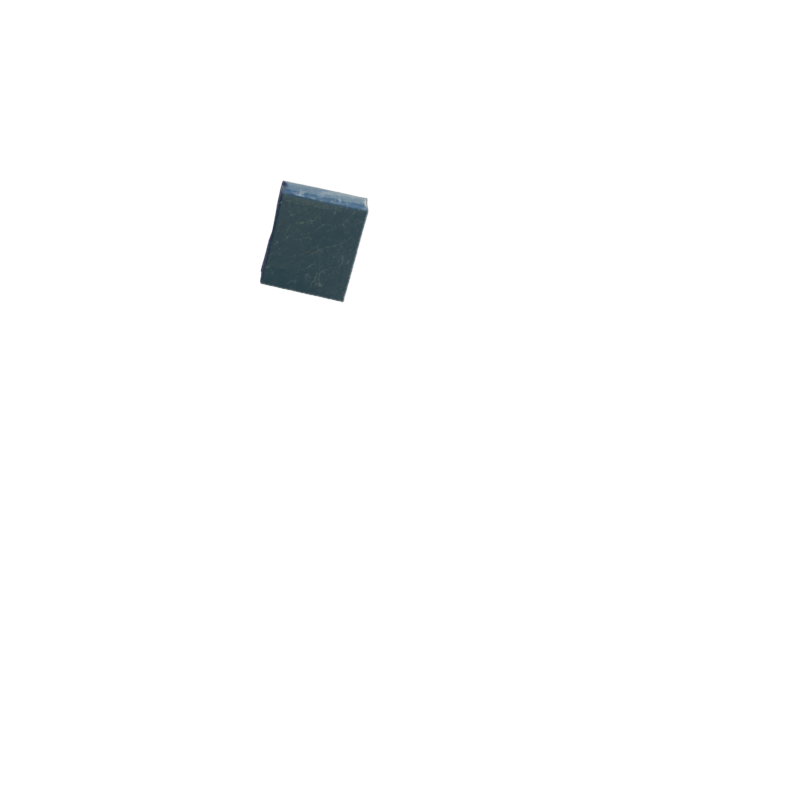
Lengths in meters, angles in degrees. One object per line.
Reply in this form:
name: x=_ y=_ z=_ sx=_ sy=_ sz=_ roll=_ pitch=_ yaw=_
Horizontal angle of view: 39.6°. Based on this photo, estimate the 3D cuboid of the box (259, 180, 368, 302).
box: x=-0.072 y=-0.131 z=0.920 sx=0.072 sy=0.085 sz=0.032 roll=12 pitch=26 yaw=-7
